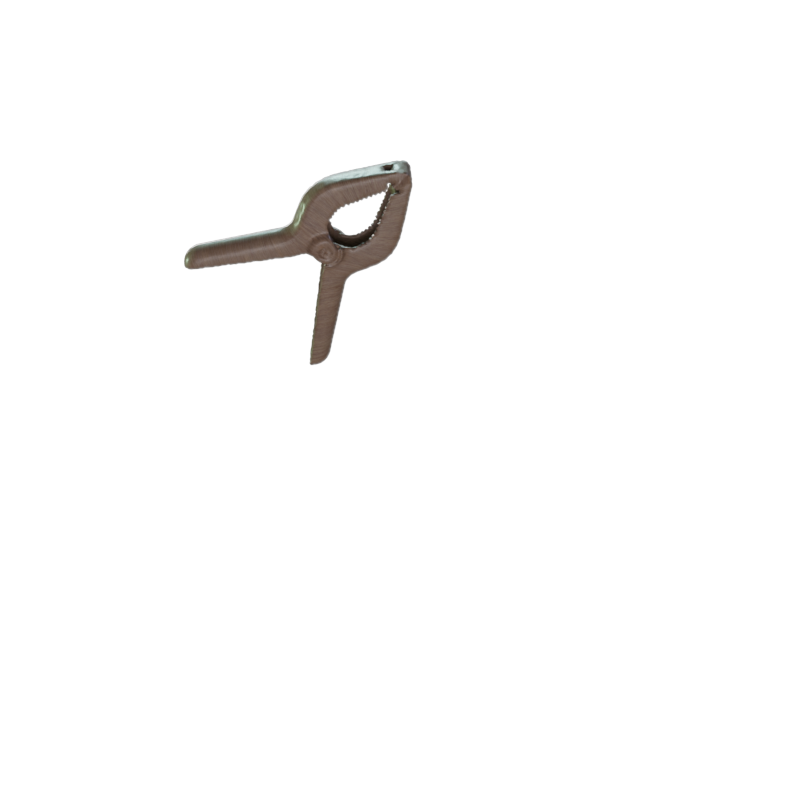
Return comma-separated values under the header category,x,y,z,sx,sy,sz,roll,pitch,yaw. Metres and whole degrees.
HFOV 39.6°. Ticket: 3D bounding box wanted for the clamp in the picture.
category,x,y,z,sx,sy,sz,roll,pitch,yaw
clamp,-0.076,-0.138,0.968,0.158,0.206,0.039,33,27,-19
